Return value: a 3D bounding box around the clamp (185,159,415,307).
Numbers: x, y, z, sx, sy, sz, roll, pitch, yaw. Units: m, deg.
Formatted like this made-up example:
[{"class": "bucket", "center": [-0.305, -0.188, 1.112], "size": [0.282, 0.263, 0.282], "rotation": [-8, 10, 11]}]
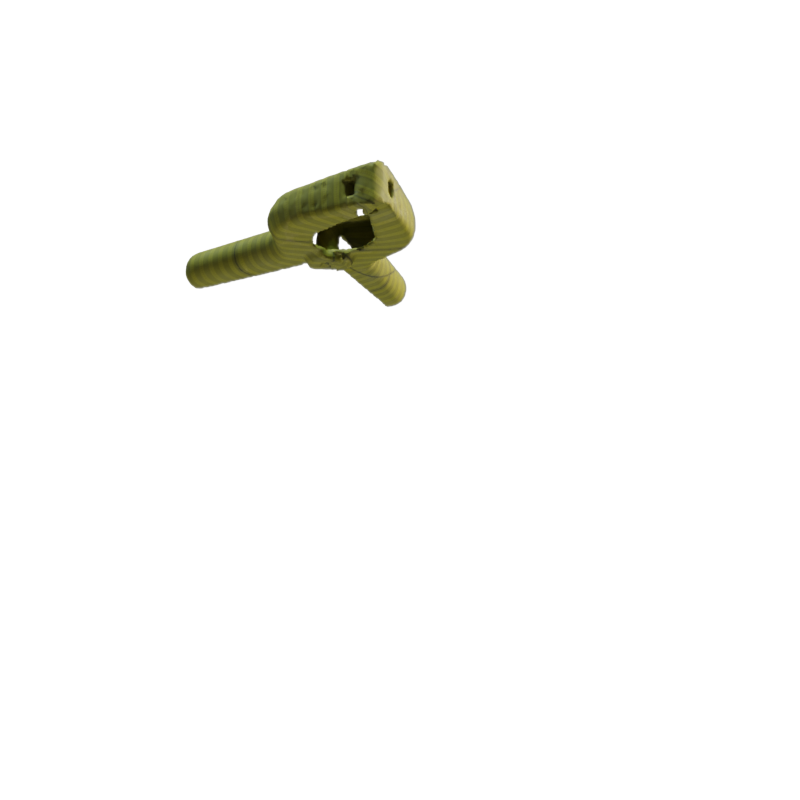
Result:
[{"class": "clamp", "center": [-0.058, -0.105, 0.737], "size": [0.162, 0.038, 0.205], "rotation": [2, -13, -10]}]
